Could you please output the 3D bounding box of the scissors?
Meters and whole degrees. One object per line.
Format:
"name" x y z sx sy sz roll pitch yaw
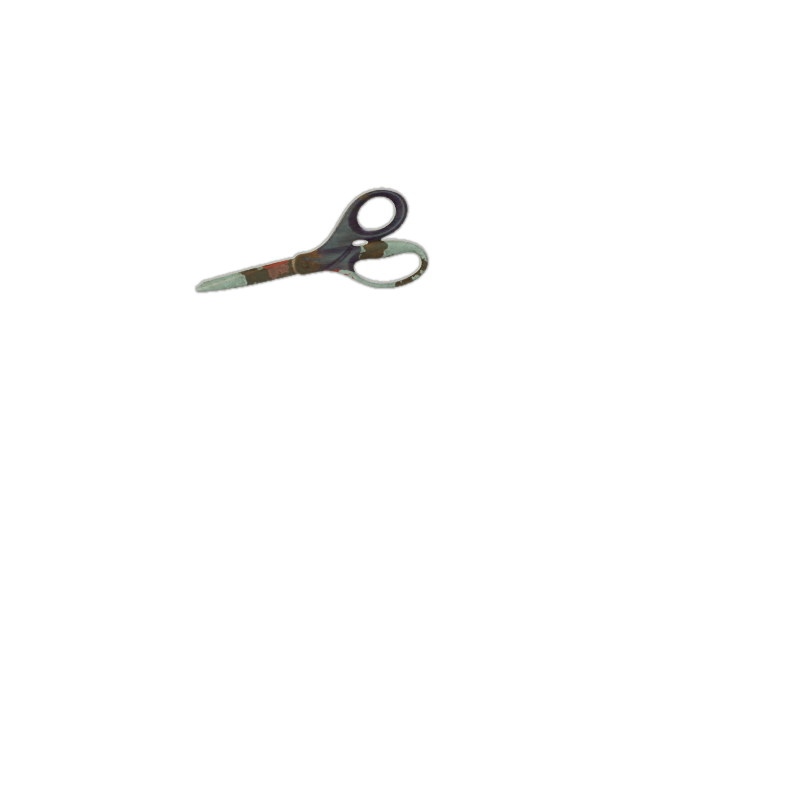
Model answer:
"scissors" -0.075 -0.138 0.964 0.201 0.096 0.016 2 2 0
